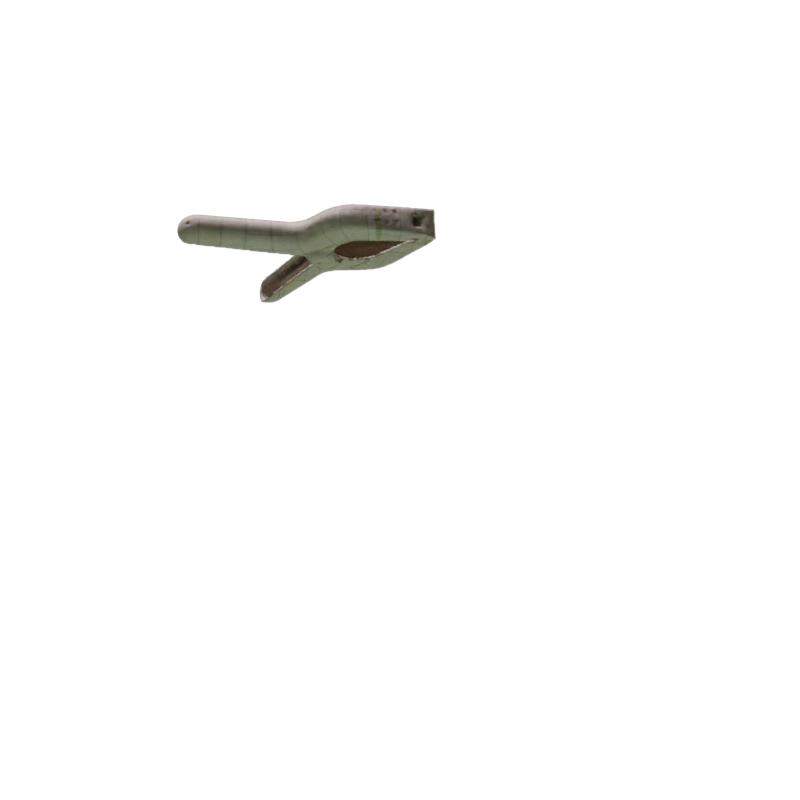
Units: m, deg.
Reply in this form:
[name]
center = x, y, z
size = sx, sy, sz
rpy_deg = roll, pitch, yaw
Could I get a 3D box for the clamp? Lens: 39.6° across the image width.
[clamp]
center = -0.075, -0.136, 0.952
size = 0.214, 0.038, 0.154
rpy_deg = -9, -20, 28
